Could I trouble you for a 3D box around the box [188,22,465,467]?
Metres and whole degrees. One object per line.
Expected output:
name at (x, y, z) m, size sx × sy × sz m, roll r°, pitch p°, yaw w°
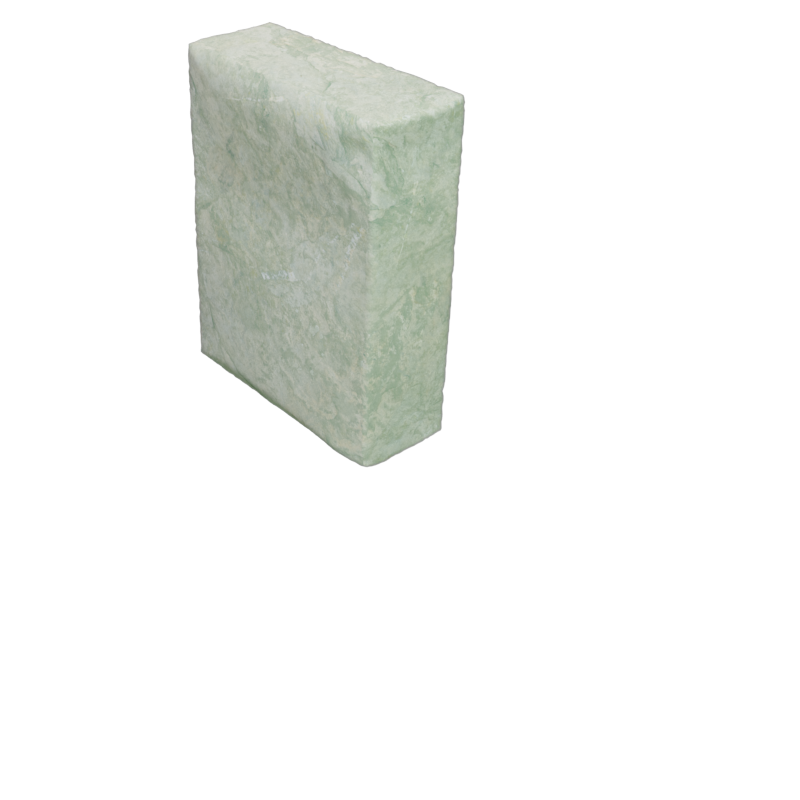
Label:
box at (-0.050, -0.092, 0.643) m, size 0.071 × 0.201 × 0.176 m, roll -23°, pitch 39°, yaw -35°
